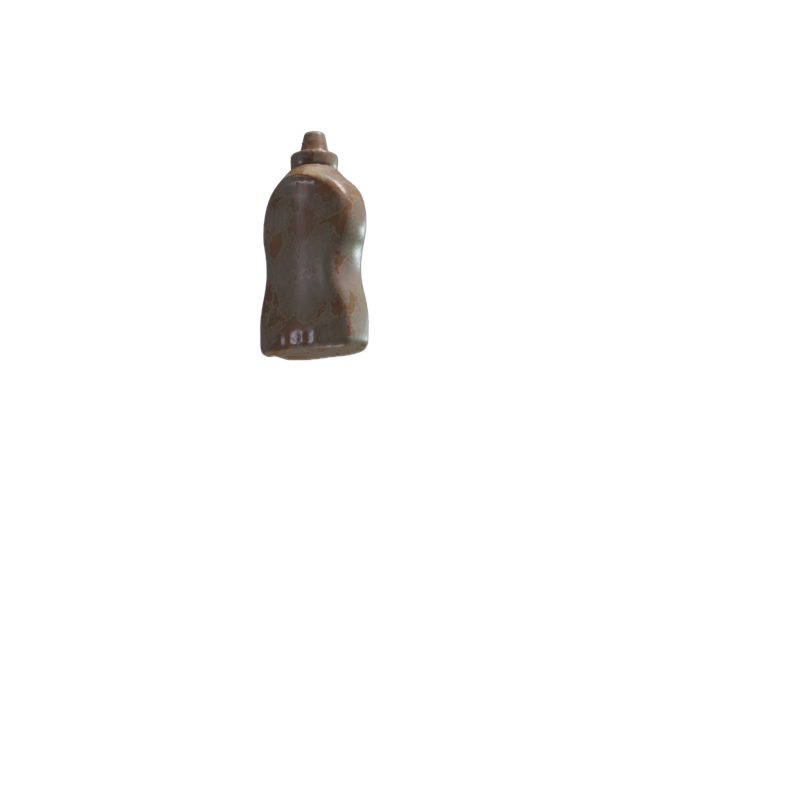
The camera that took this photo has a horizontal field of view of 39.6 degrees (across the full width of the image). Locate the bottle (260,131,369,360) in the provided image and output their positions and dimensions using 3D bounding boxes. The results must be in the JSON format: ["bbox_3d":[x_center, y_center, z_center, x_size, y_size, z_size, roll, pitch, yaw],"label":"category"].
[{"bbox_3d":[-0.073,-0.133,0.930,0.098,0.198,0.055,-11,-16,39],"label":"bottle"}]
